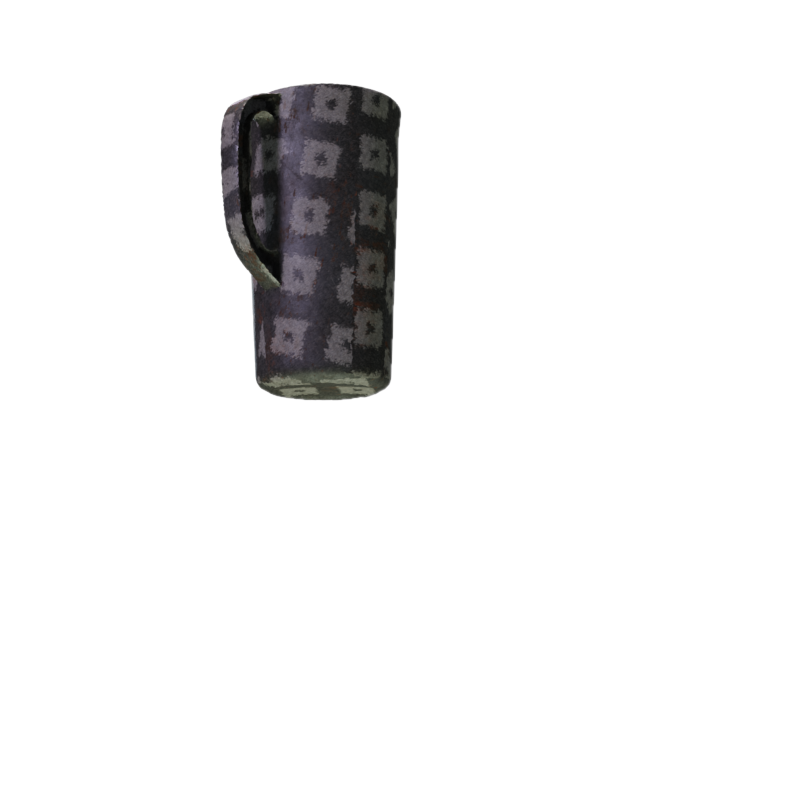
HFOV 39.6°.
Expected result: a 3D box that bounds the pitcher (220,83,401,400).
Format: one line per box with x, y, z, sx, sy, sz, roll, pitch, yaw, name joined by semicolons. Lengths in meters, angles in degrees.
-0.071;-0.129;0.902;0.148;0.252;0.140;0;-15;-5;pitcher
